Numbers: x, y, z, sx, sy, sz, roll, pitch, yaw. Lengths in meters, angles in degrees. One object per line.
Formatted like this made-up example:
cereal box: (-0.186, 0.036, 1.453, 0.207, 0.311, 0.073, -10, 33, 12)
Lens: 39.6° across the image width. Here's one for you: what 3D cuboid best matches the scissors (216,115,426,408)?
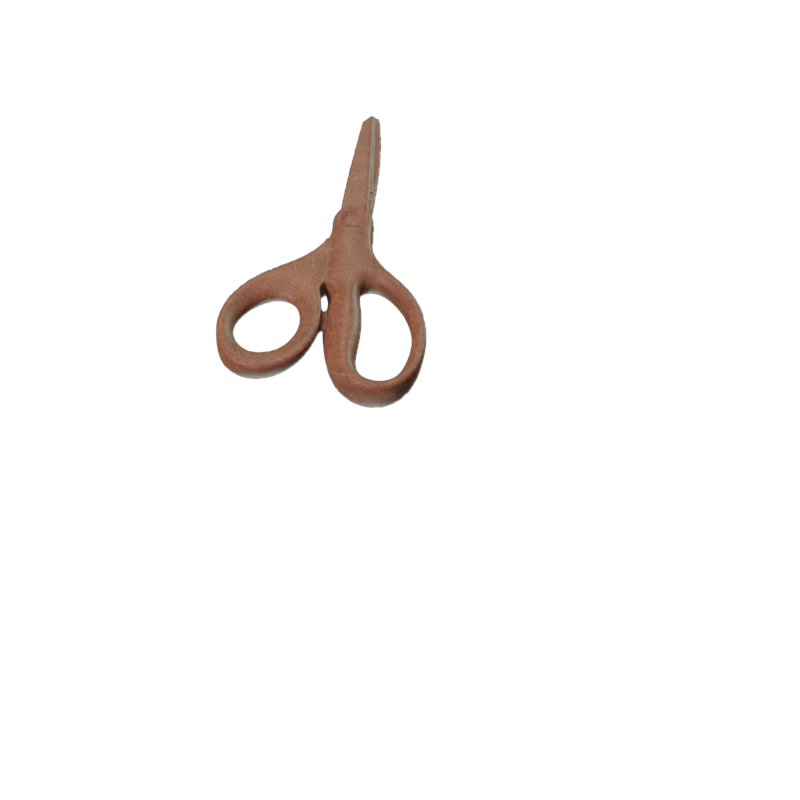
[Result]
scissors: (-0.040, -0.073, 0.510, 0.095, 0.015, 0.218, -7, 44, -7)
